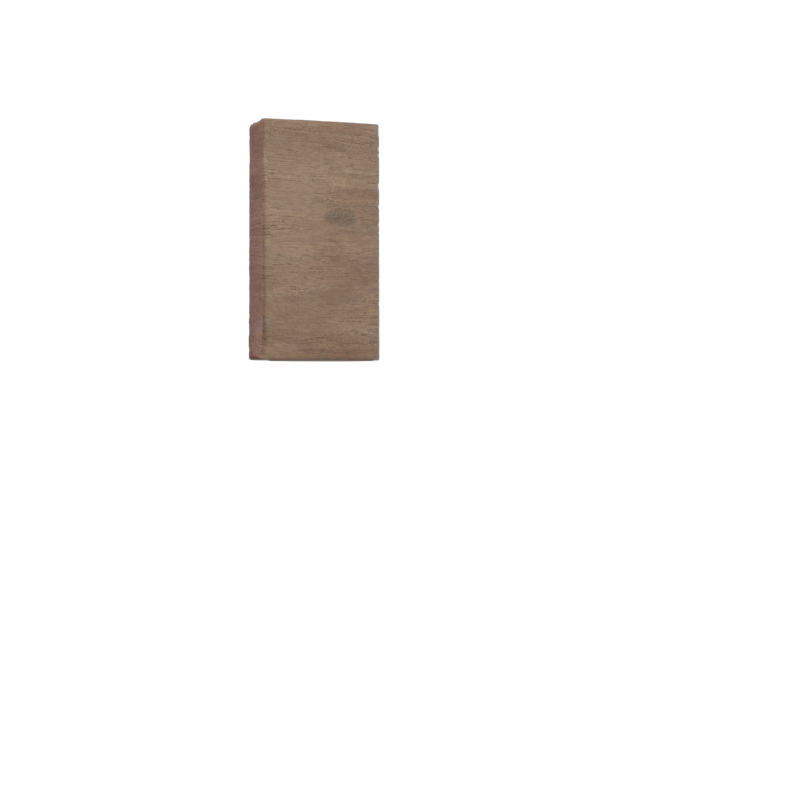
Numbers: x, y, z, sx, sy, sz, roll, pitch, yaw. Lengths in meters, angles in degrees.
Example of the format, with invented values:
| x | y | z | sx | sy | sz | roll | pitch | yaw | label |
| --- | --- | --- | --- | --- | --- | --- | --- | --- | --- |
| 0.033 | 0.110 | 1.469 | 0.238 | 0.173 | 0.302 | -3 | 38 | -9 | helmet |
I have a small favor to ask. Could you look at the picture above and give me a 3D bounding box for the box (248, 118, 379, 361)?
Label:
| x | y | z | sx | sy | sz | roll | pitch | yaw | label |
| --- | --- | --- | --- | --- | --- | --- | --- | --- | --- |
| -0.064 | -0.117 | 0.822 | 0.091 | 0.178 | 0.049 | 1 | -5 | -20 | box |
